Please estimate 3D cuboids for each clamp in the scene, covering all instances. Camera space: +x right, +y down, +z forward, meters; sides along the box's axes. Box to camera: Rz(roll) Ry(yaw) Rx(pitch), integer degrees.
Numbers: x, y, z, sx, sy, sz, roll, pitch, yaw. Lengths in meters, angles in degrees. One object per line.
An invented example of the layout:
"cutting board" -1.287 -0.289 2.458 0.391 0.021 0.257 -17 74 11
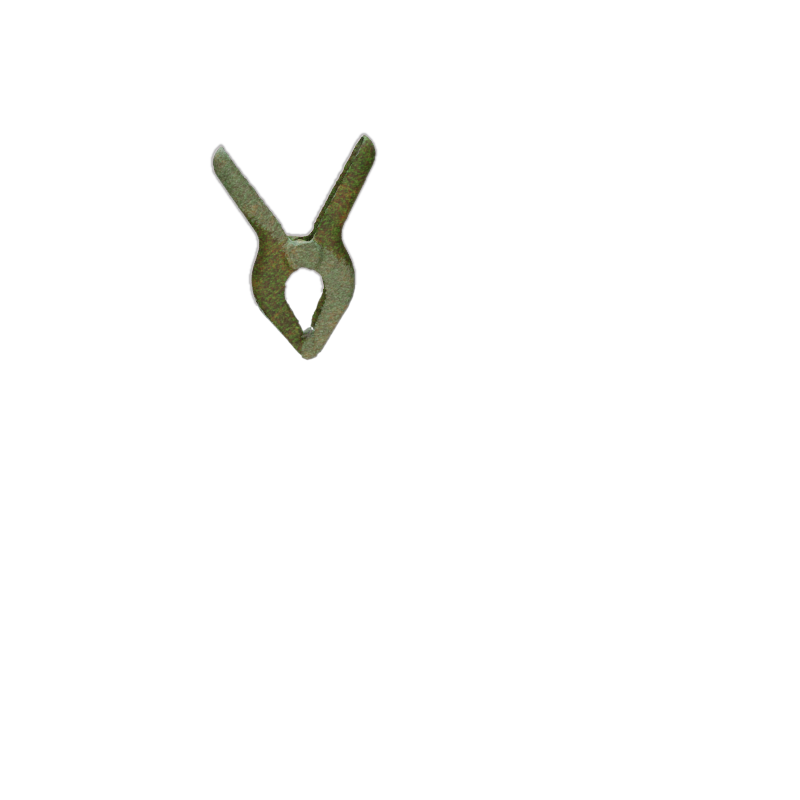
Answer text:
"clamp" -0.065 -0.119 0.832 0.120 0.165 0.041 -12 15 3
